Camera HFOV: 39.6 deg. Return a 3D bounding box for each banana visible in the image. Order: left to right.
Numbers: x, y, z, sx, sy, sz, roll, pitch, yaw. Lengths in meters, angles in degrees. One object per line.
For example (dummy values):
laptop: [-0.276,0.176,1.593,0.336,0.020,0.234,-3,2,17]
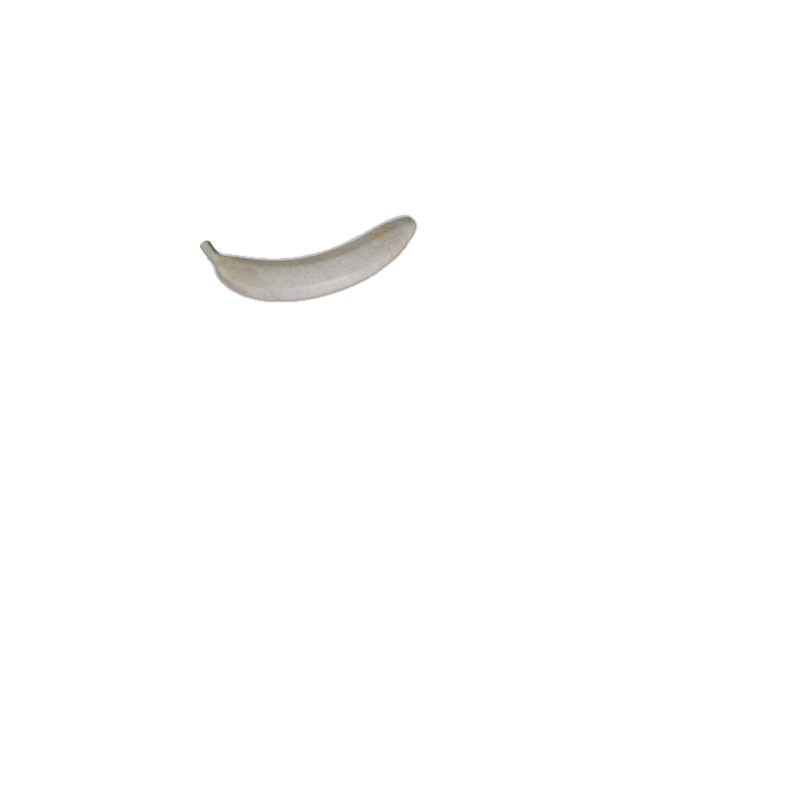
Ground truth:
banana: [-0.080,-0.124,0.993,0.197,0.073,0.035,-6,-16,-2]
